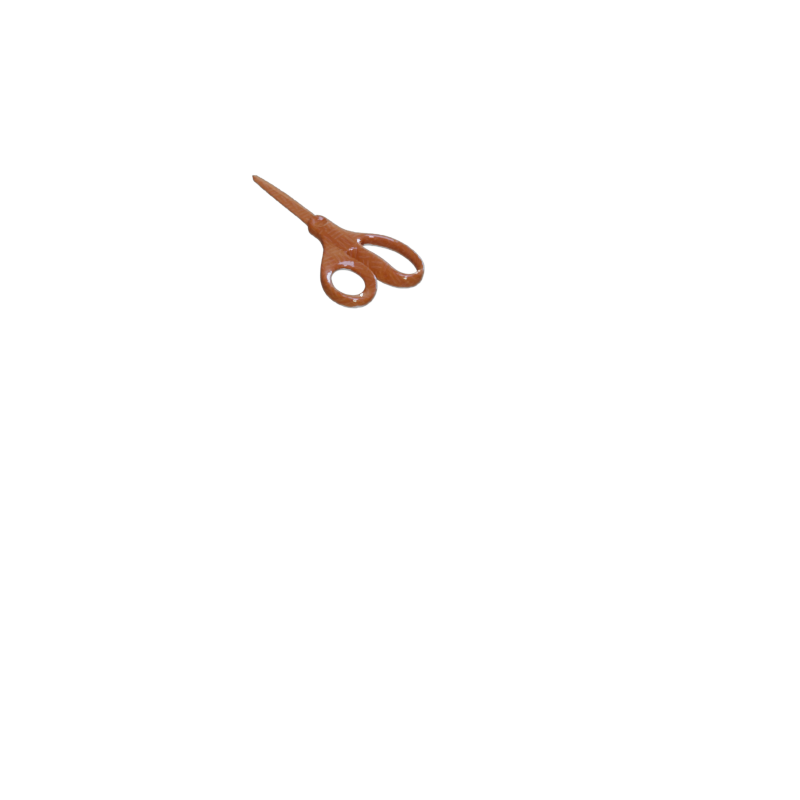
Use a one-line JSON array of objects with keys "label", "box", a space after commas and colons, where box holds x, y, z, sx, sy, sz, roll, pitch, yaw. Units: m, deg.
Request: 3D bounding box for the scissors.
[{"label": "scissors", "box": [-0.075, -0.137, 0.962, 0.212, 0.015, 0.098, 26, 50, 24]}]
